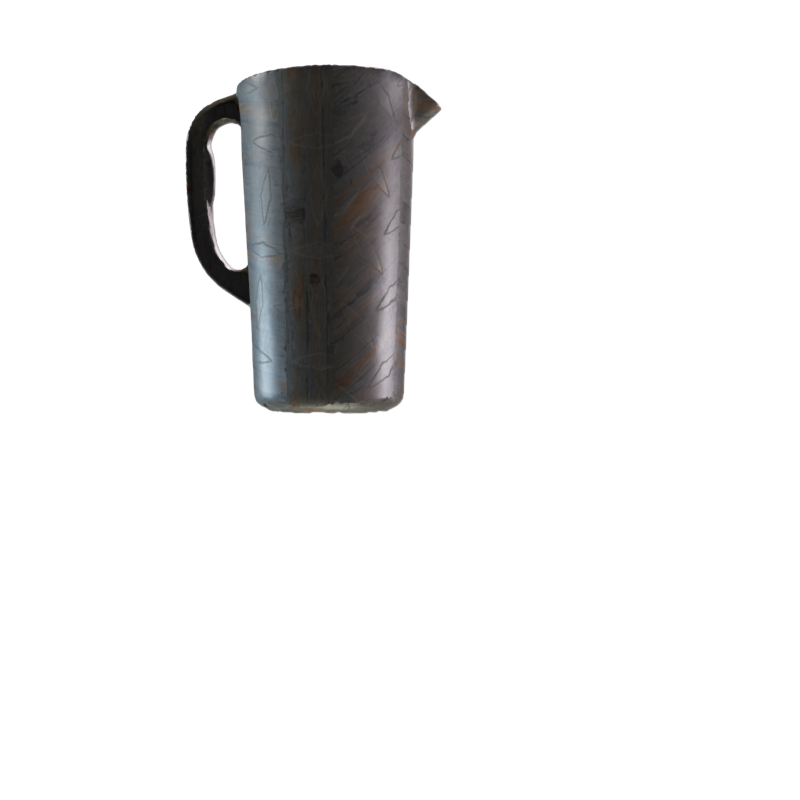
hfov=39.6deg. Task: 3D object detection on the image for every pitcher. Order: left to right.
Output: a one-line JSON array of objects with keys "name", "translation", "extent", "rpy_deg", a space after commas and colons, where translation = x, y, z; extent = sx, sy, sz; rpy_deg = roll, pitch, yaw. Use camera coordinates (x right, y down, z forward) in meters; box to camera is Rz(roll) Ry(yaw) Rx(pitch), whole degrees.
[{"name": "pitcher", "translation": [-0.063, -0.115, 0.808], "extent": [0.139, 0.246, 0.154], "rpy_deg": [2, -4, -39]}]
